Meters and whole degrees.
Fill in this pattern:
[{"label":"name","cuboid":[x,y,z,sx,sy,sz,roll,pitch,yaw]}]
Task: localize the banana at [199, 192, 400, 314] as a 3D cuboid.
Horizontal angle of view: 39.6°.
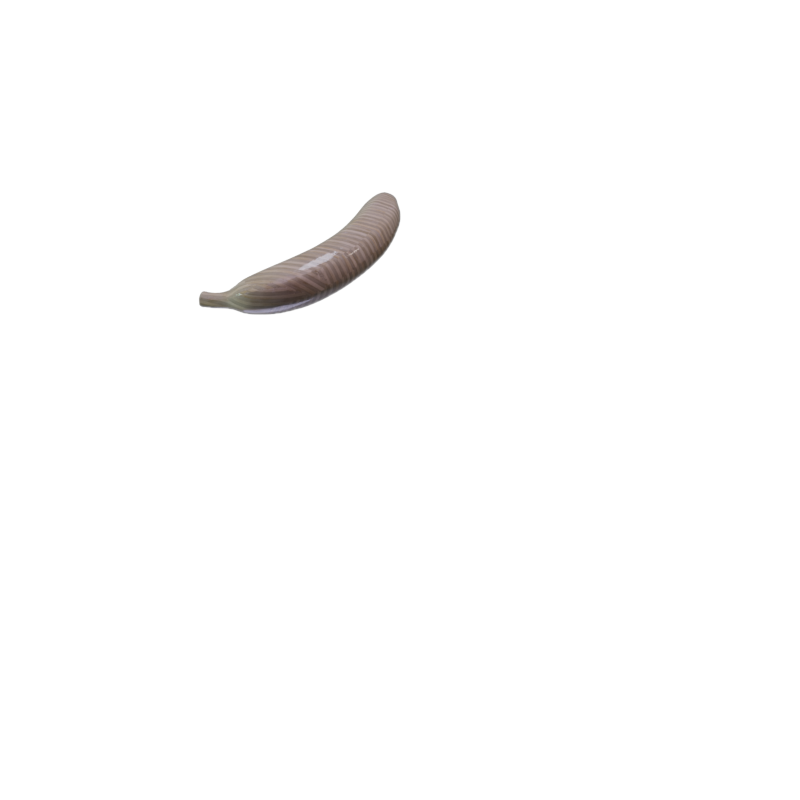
[{"label":"banana","cuboid":[-0.056,-0.110,0.835,0.074,0.034,0.198,31,48,33]}]
